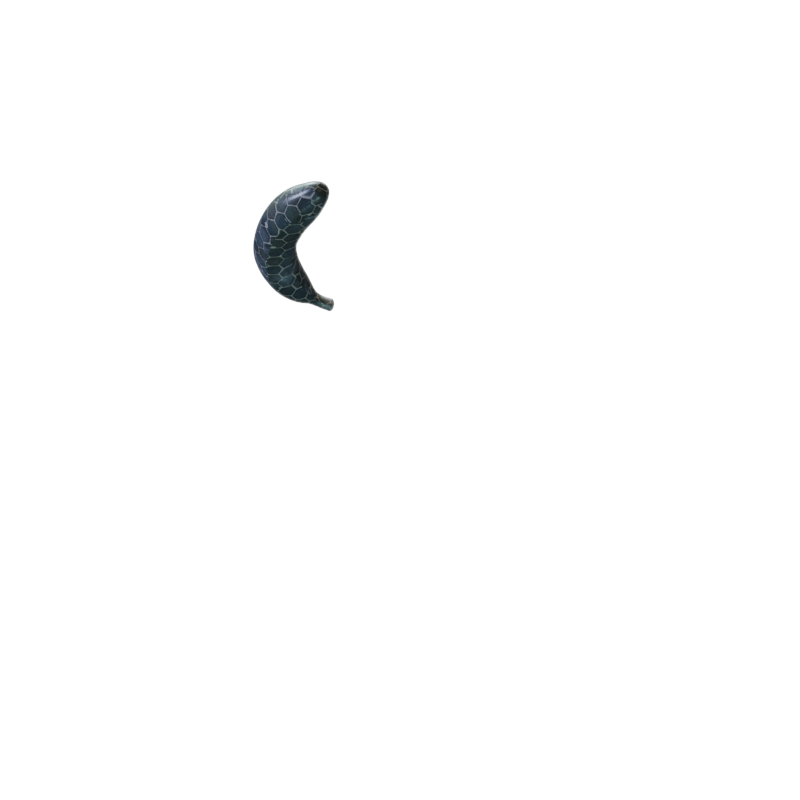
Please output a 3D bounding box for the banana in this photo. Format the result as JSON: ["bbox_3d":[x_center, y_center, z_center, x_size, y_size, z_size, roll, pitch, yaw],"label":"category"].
[{"bbox_3d":[-0.094,-0.135,0.962,0.070,0.039,0.186,0,-24,-1],"label":"banana"}]
